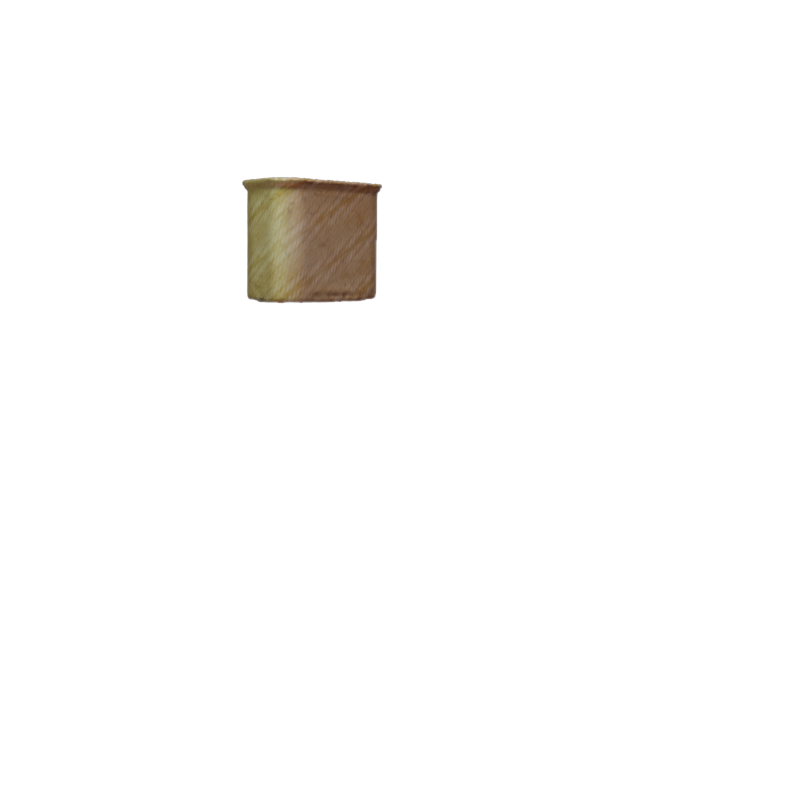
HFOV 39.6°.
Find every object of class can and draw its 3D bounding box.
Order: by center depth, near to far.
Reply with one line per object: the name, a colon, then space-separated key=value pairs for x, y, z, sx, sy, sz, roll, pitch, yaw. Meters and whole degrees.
can: x=-0.061 y=-0.111 z=0.779 sx=0.098 sy=0.084 sz=0.060 roll=-3 pitch=3 yaw=-45
